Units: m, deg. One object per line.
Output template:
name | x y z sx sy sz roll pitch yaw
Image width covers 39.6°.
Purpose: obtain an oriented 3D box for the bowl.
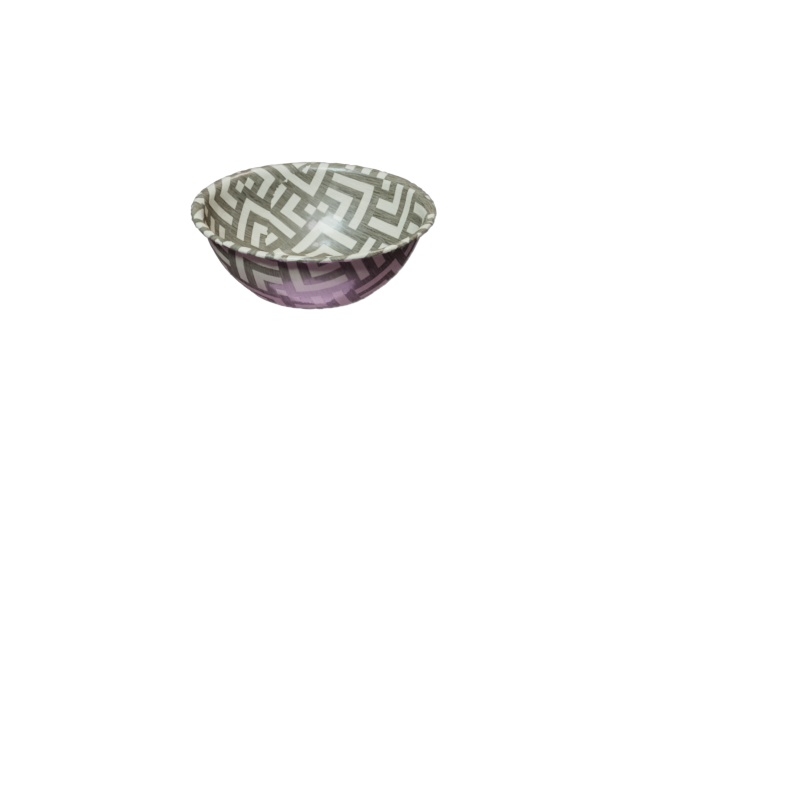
bowl | -0.058 -0.106 0.740 0.162 0.052 0.172 -1 31 -2
